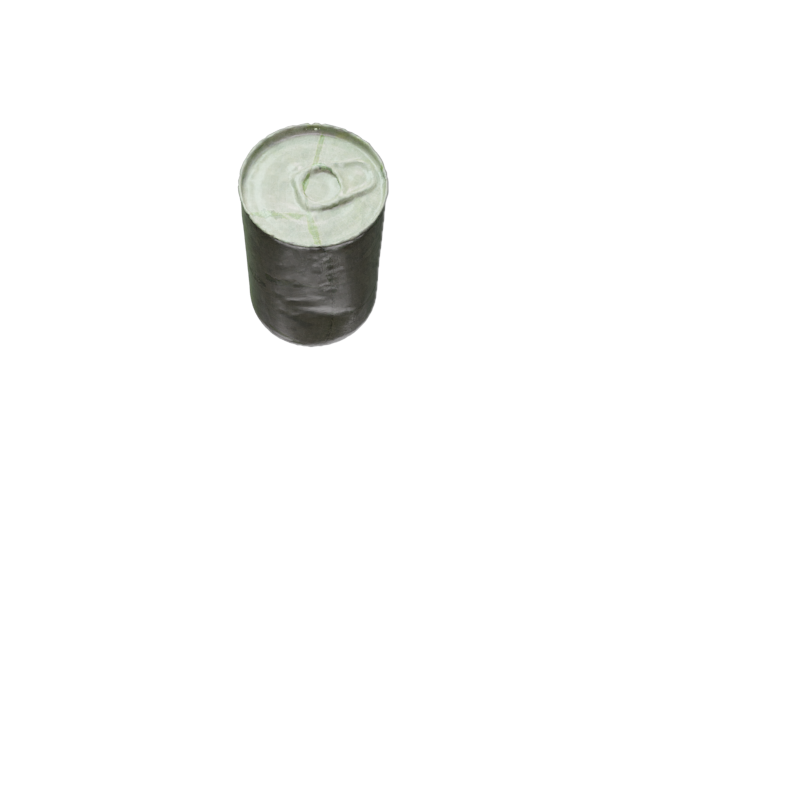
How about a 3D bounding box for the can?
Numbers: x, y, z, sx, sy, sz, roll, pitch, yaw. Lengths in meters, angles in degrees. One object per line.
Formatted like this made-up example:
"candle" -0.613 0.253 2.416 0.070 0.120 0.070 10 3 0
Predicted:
"can" -0.042 -0.077 0.541 0.068 0.073 0.096 0 -27 -3
